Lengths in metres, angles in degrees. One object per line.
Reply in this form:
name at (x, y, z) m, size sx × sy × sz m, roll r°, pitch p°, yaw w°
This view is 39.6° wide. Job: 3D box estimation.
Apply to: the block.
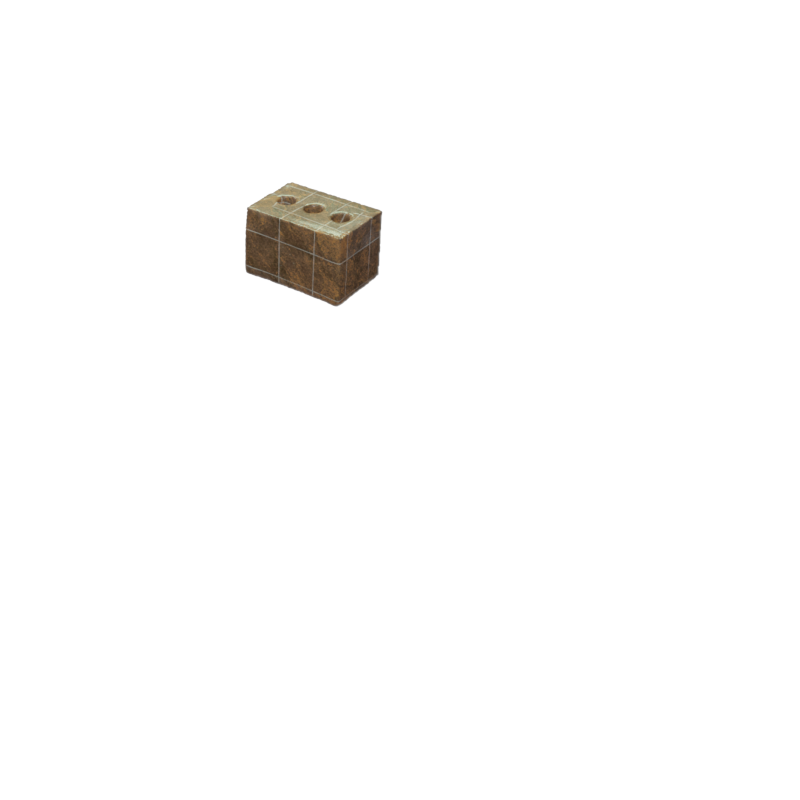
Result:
block at (-0.058, -0.106, 0.742) m, size 0.082 × 0.048 × 0.053 m, roll 21°, pitch 38°, yaw 27°
